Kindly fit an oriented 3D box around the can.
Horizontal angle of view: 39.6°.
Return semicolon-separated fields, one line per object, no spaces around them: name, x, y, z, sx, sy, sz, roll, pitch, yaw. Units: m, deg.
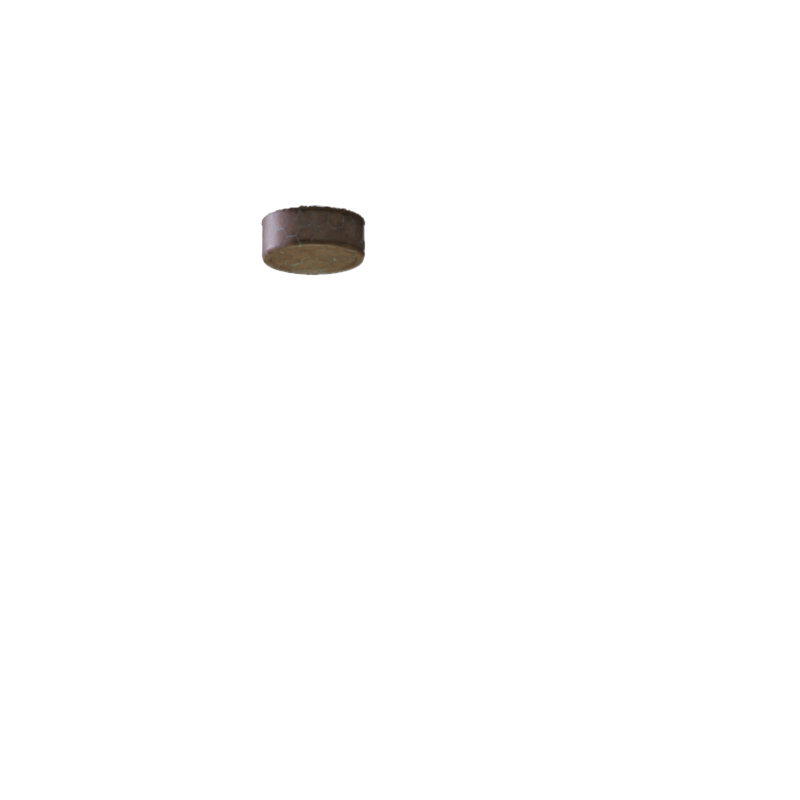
can;-0.071;-0.130;0.909;0.086;0.035;0.083;0;-12;-2
